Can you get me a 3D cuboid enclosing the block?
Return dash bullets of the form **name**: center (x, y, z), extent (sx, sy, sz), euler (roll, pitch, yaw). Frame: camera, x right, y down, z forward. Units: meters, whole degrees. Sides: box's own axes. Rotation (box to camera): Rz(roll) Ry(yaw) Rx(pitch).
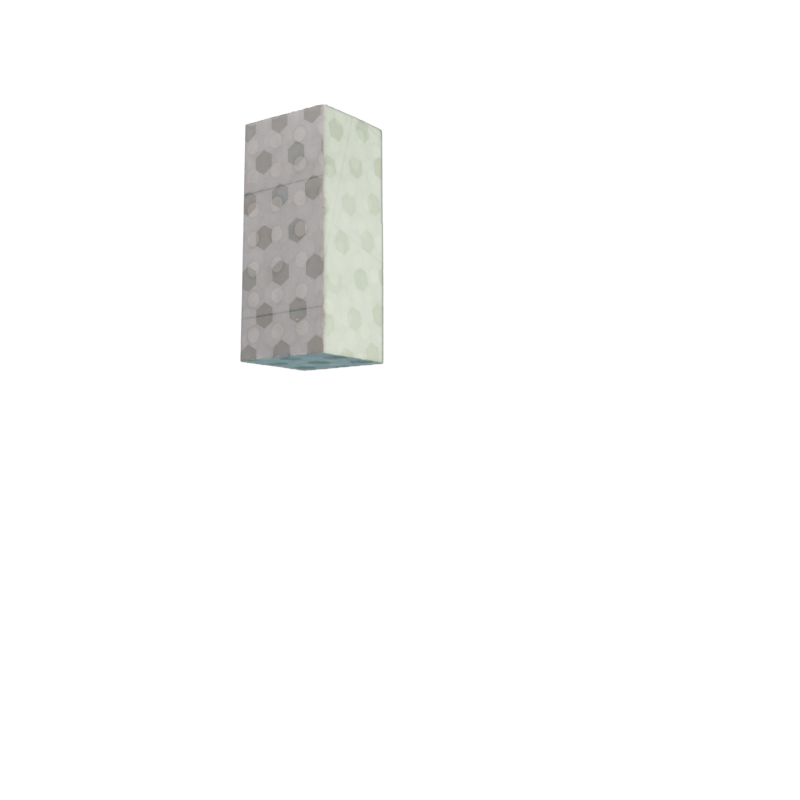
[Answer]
- **block**: center (-0.073, -0.135, 0.944), extent (0.093, 0.213, 0.085), euler (-9, -14, 35)
